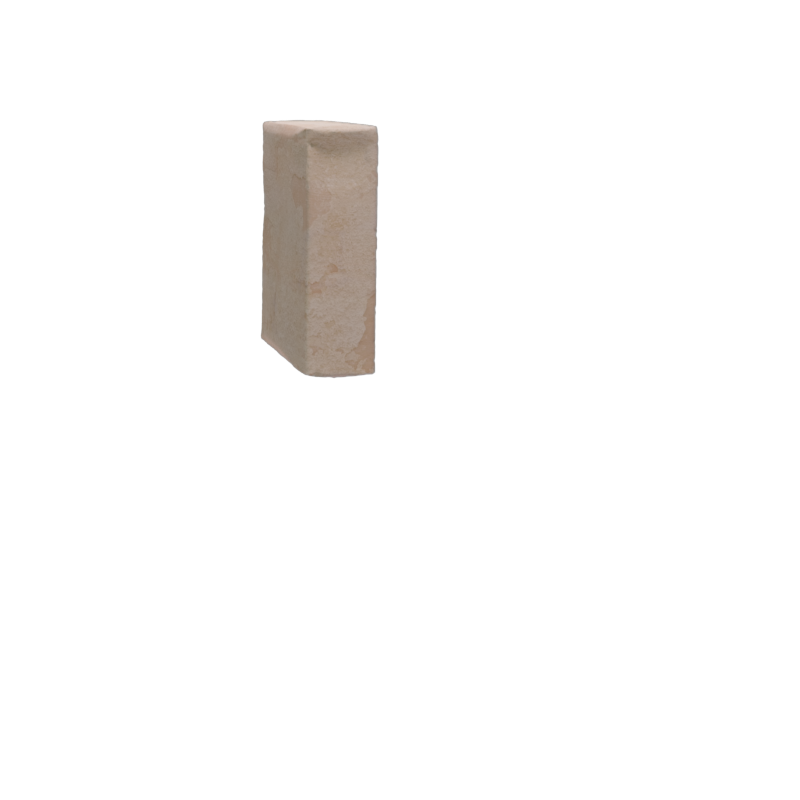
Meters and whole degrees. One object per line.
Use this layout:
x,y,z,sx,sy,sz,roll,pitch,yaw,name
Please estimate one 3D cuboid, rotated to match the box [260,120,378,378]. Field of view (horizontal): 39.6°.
-0.078,-0.142,0.998,0.070,0.209,0.172,-2,11,-19,box
